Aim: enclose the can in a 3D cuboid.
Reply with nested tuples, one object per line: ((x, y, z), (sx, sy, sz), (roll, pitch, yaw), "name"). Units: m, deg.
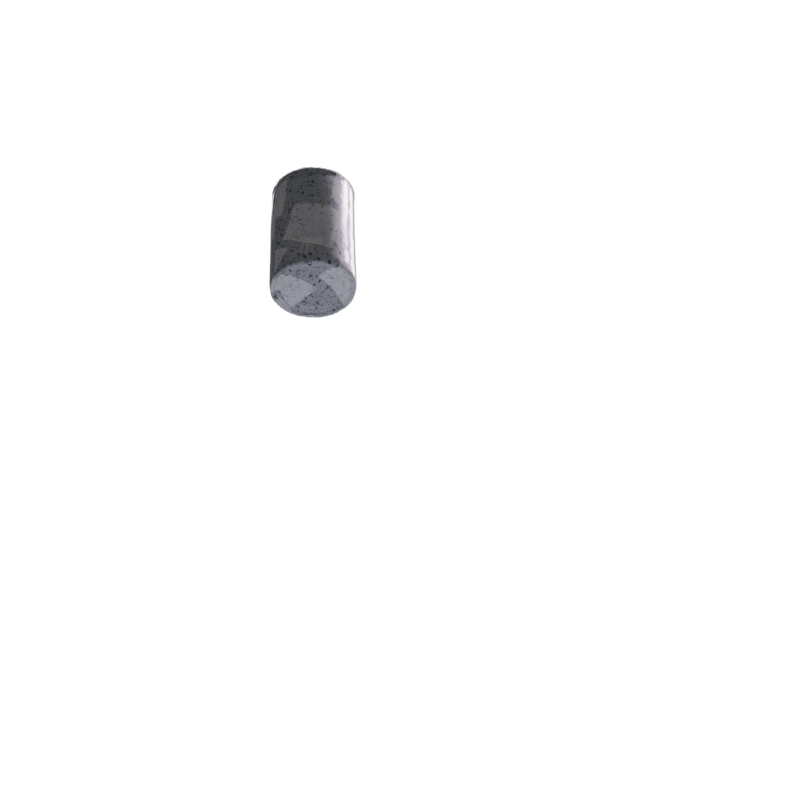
((-0.068, -0.124, 0.871), (0.068, 0.110, 0.064), (-1, -40, -3), "can")
